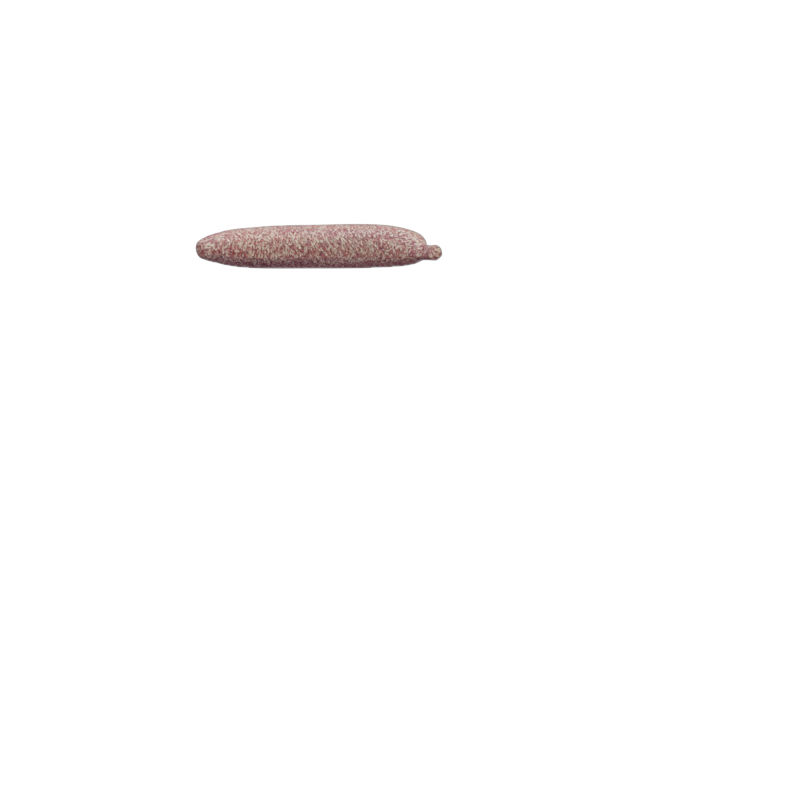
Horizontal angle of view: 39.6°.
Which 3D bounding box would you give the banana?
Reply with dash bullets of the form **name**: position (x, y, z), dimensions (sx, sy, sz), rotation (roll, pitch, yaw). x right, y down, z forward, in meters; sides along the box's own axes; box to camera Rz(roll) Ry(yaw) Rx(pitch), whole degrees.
- **banana**: position (-0.065, -0.127, 0.908), dimensions (0.200, 0.037, 0.068), rotation (0, -2, 8)
